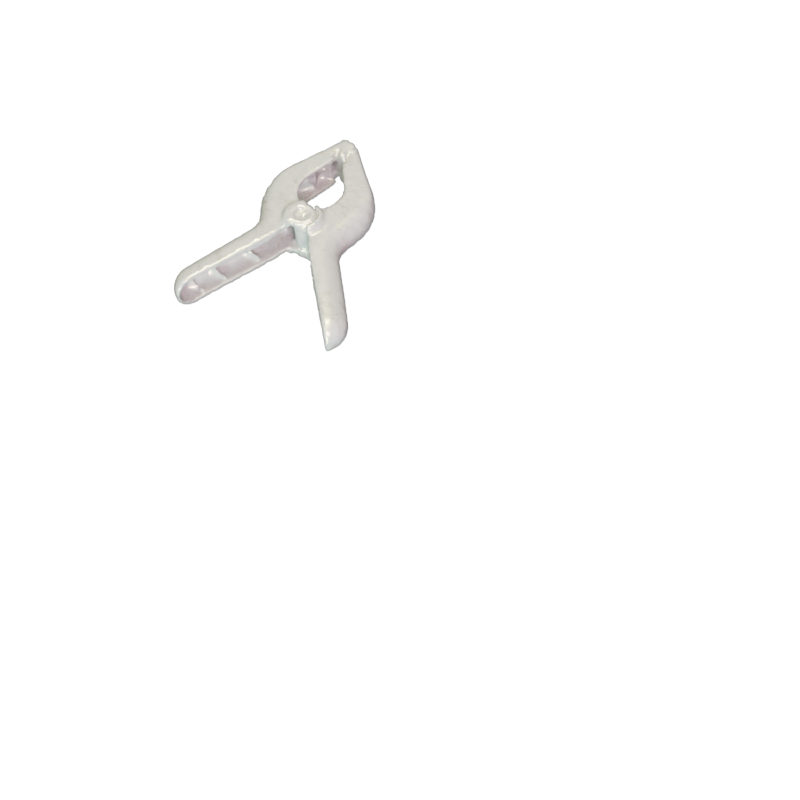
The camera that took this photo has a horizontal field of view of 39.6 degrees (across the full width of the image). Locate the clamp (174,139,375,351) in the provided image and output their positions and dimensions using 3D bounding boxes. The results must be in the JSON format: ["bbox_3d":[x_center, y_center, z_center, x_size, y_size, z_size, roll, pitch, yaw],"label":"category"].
[{"bbox_3d":[-0.059,-0.107,0.750,0.125,0.176,0.037,27,-30,16],"label":"clamp"}]
